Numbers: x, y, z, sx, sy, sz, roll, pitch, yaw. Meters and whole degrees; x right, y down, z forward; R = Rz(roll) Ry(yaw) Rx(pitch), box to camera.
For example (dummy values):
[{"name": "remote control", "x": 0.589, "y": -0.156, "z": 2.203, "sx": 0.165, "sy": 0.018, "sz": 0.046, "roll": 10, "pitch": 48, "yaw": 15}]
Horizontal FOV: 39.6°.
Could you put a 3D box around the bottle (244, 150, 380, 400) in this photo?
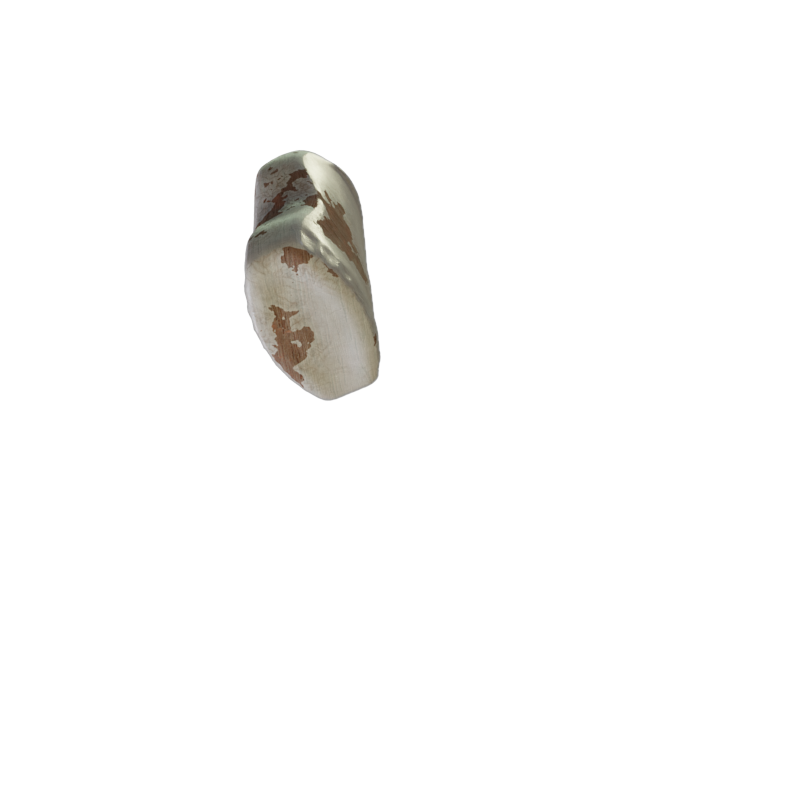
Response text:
[{"name": "bottle", "x": -0.051, "y": -0.091, "z": 0.642, "sx": 0.058, "sy": 0.090, "sz": 0.204, "roll": -25, "pitch": 31, "yaw": 12}]
